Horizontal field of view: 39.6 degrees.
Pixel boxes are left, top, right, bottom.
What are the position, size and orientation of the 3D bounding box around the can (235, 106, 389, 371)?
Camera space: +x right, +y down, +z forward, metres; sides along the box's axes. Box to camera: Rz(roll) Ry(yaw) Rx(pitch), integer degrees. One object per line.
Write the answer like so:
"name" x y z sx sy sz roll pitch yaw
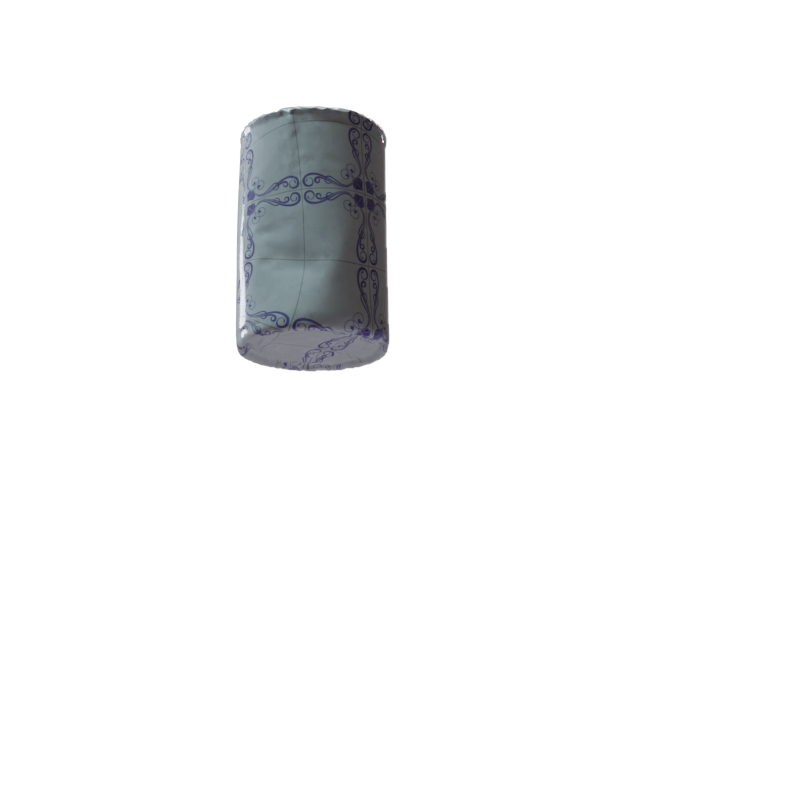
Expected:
"can" -0.039 -0.071 0.495 0.068 0.107 0.065 0 -19 -2
